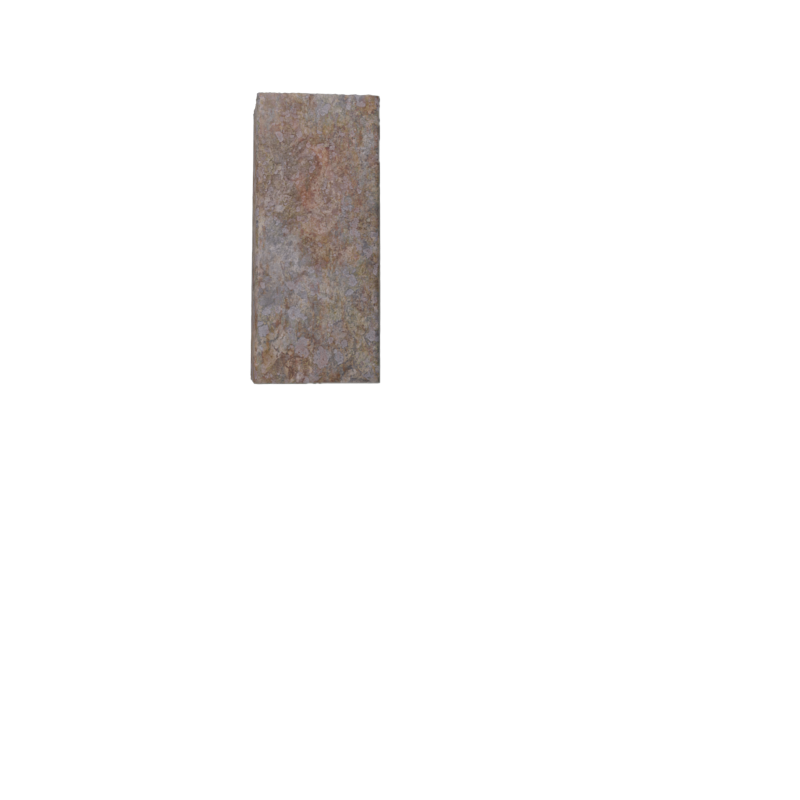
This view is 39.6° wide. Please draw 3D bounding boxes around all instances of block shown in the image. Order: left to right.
[{"bbox_3d":[-0.064,-0.118,0.824,0.090,0.208,0.090,0,-4,-7],"label":"block"}]
